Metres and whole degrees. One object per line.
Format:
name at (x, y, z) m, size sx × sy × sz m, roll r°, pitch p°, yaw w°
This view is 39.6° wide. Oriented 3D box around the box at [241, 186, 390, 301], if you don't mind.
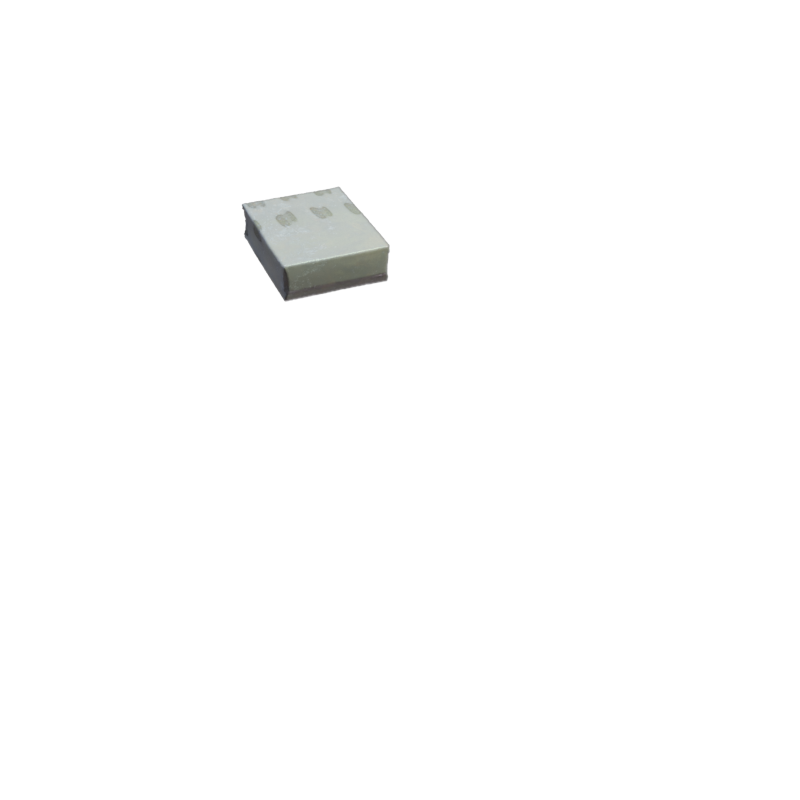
box at (-0.071, -0.130, 0.910) m, size 0.088 × 0.036 × 0.122 m, roll -13°, pitch 36°, yaw -19°
